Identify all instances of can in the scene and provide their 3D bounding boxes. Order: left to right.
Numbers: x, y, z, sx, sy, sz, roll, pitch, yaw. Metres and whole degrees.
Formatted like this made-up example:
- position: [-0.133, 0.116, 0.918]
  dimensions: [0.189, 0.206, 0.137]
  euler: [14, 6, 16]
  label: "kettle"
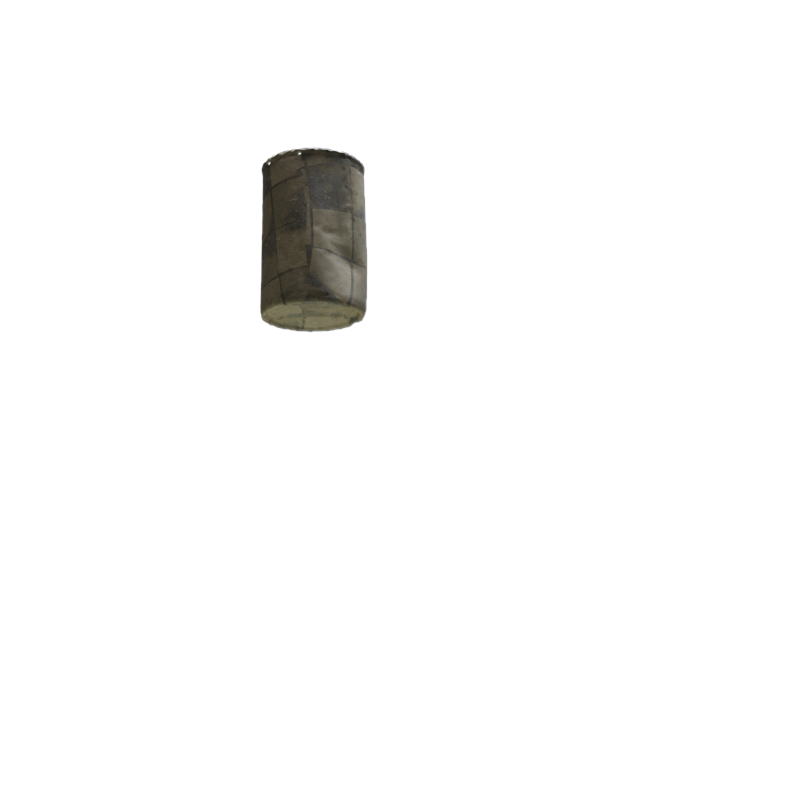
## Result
- position: [-0.056, -0.101, 0.711]
  dimensions: [0.068, 0.107, 0.066]
  euler: [0, -18, -2]
  label: "can"
